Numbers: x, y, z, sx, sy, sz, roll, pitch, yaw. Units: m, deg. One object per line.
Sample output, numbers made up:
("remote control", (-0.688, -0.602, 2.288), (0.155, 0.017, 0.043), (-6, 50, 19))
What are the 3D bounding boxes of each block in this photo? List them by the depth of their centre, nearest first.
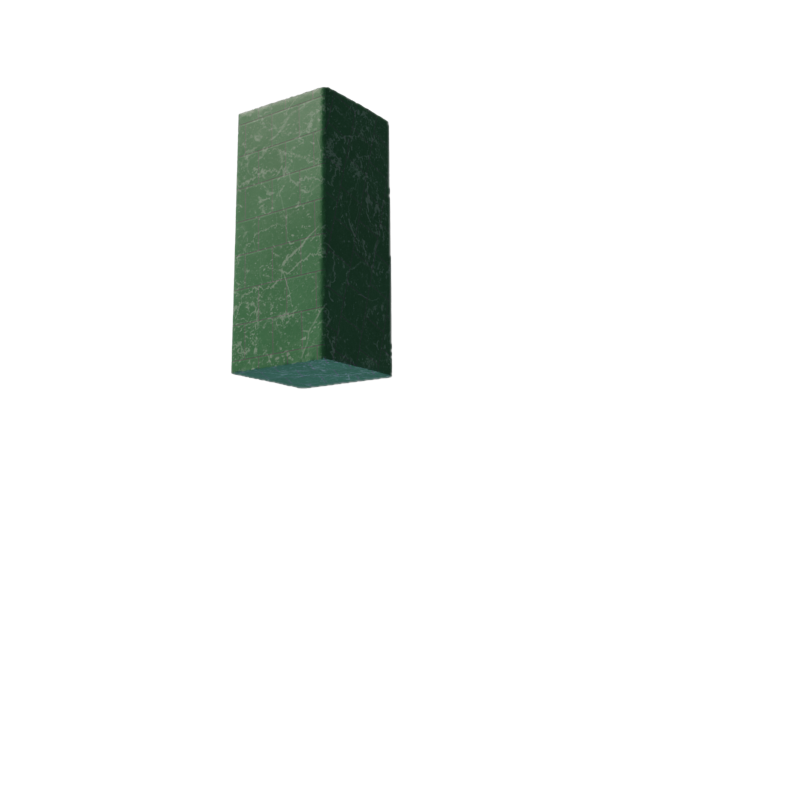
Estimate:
("block", (-0.066, -0.121, 0.849), (0.093, 0.214, 0.085), (-12, -19, 33))
